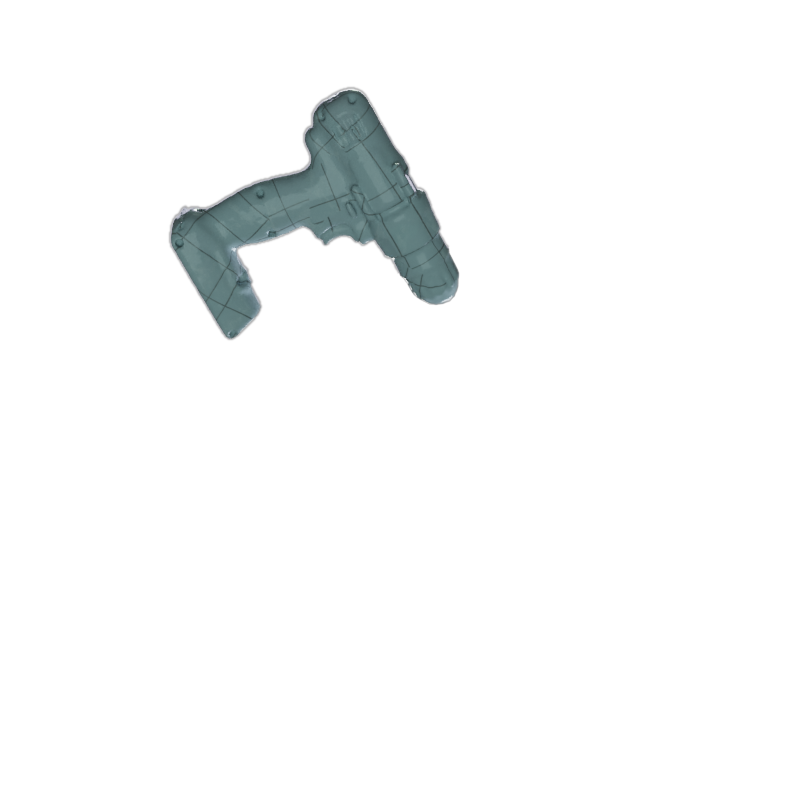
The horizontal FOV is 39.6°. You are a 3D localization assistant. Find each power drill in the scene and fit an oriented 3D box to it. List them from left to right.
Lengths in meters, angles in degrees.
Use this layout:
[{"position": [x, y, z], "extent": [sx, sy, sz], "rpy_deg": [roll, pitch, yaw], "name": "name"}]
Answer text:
[{"position": [-0.067, -0.122, 0.855], "extent": [0.187, 0.178, 0.060], "rpy_deg": [-27, 14, 7], "name": "power drill"}]
